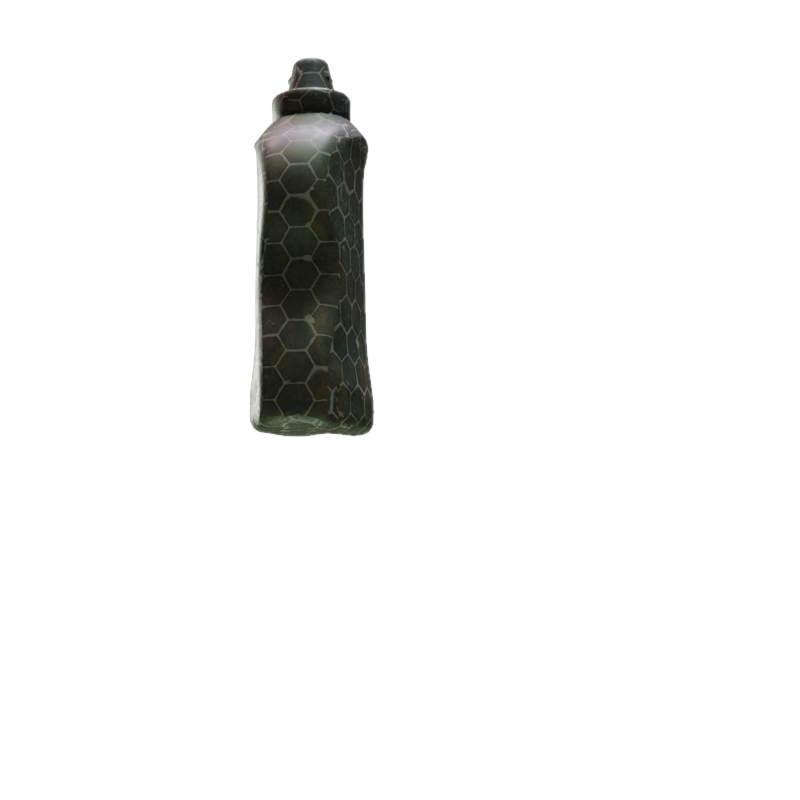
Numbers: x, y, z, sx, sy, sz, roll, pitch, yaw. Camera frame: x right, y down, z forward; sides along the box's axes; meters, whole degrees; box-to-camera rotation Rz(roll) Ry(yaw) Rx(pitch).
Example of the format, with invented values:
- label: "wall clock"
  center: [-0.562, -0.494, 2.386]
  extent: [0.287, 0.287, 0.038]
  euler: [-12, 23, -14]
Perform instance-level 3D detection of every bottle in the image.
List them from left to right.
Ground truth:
- label: "bottle"
  center: [-0.044, -0.080, 0.560]
  extent: [0.059, 0.197, 0.092]
  euler: [-3, -11, 11]
